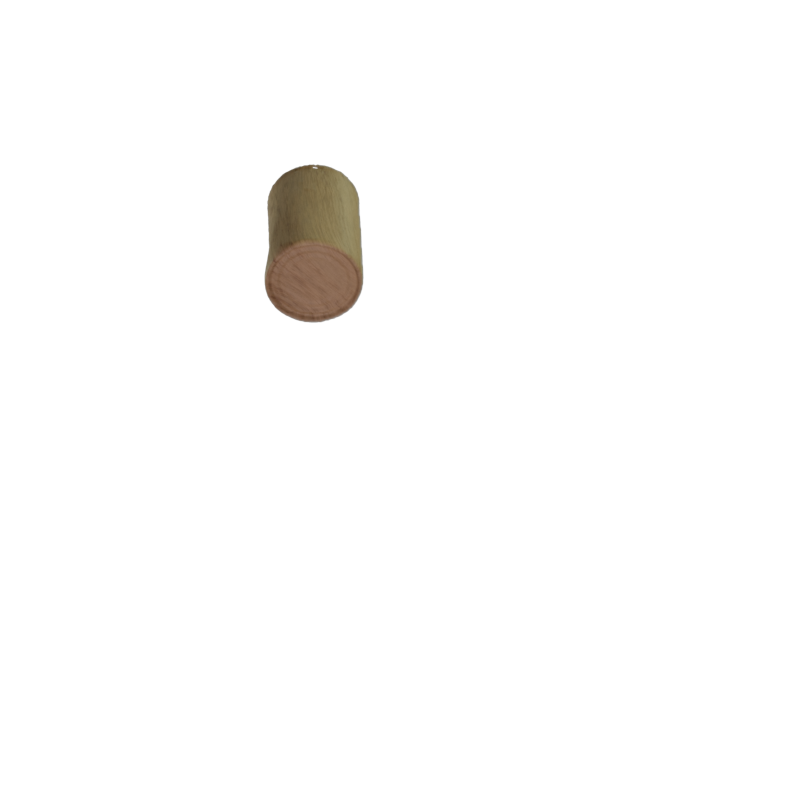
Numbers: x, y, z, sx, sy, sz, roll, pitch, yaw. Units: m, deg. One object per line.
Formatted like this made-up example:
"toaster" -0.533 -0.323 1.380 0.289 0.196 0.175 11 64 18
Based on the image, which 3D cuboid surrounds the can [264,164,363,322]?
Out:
"can" -0.061 -0.110 0.774 0.068 0.064 0.109 -1 38 -3
